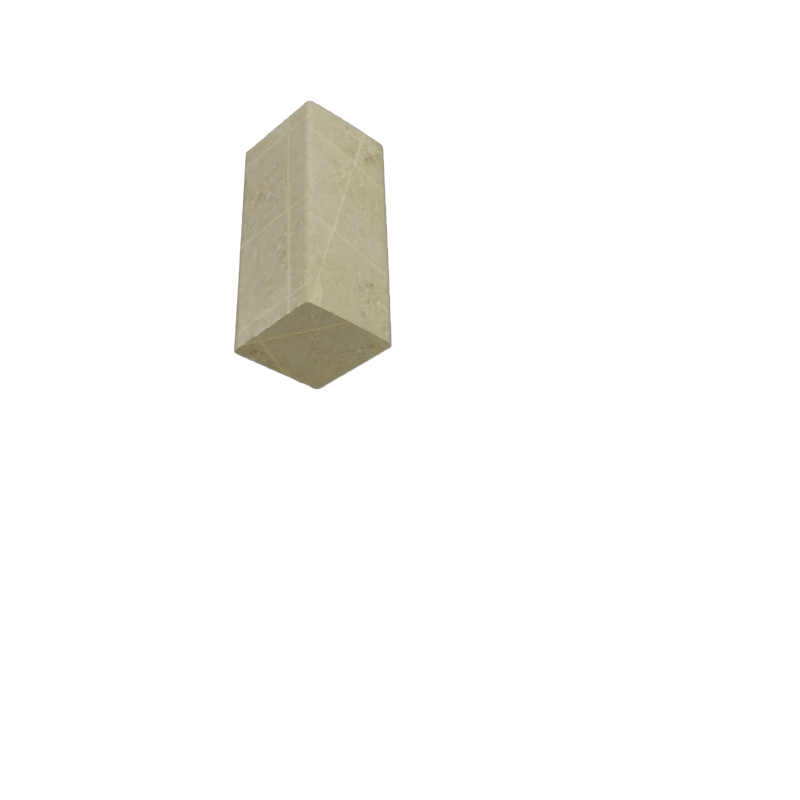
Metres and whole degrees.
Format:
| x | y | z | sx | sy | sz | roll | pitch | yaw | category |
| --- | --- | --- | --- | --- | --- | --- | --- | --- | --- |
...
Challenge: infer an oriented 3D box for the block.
| x | y | z | sx | sy | sz | roll | pitch | yaw | category |
| --- | --- | --- | --- | --- | --- | --- | --- | --- | --- |
| -0.070 | -0.129 | 0.904 | 0.085 | 0.221 | 0.090 | 27 | -45 | -35 | block |
